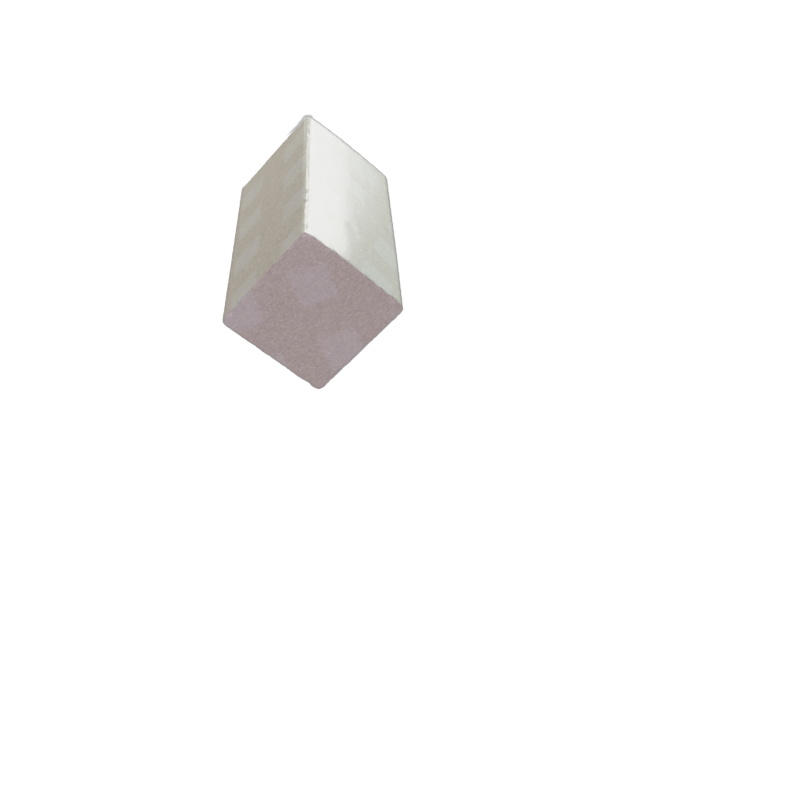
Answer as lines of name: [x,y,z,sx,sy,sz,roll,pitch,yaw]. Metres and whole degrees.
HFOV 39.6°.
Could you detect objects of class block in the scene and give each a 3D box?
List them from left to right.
block: [-0.064,-0.117,0.824,0.086,0.089,0.220,36,24,-24]
